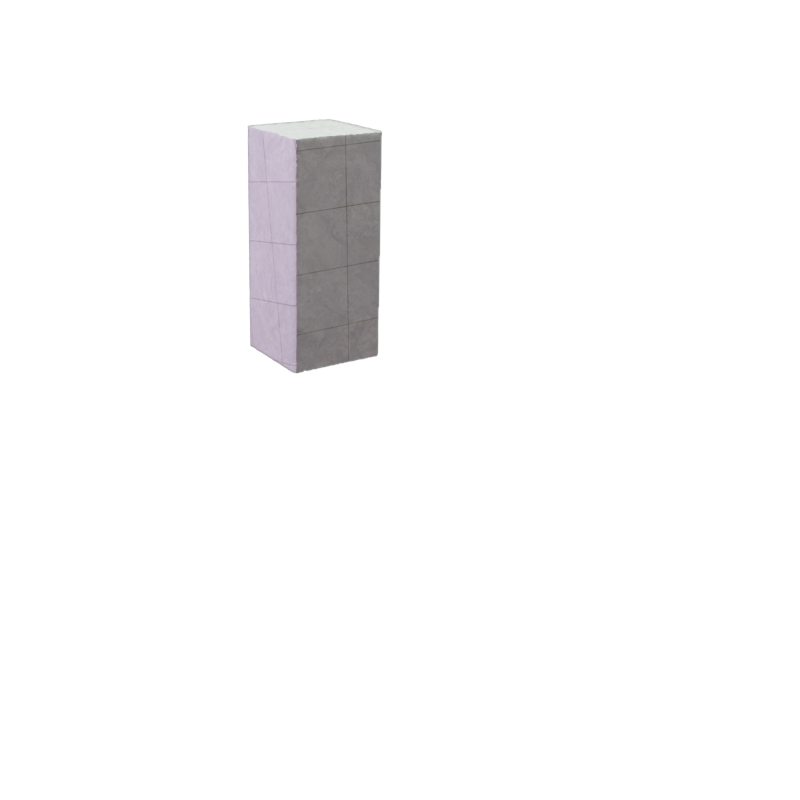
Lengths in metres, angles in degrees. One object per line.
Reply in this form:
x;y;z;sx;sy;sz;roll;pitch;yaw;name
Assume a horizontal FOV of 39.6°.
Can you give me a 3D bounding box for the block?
-0.078;-0.142;0.996;0.088;0.199;0.096;-10;19;-32;block
